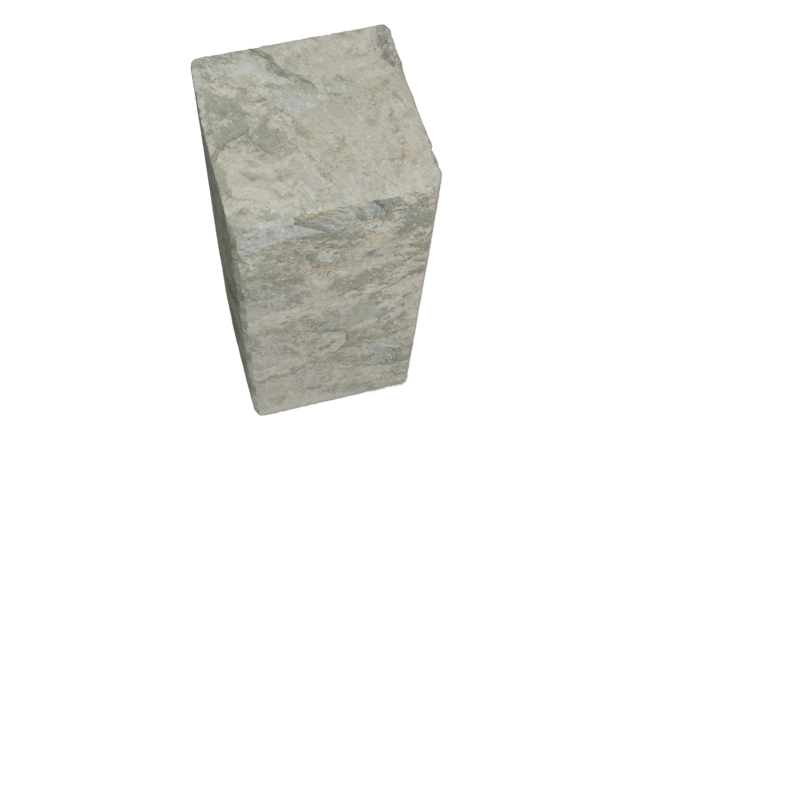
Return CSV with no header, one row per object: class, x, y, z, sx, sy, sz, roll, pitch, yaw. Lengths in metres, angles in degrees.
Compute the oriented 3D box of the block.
block,-0.043,-0.078,0.547,0.090,0.096,0.195,-12,-23,-9
